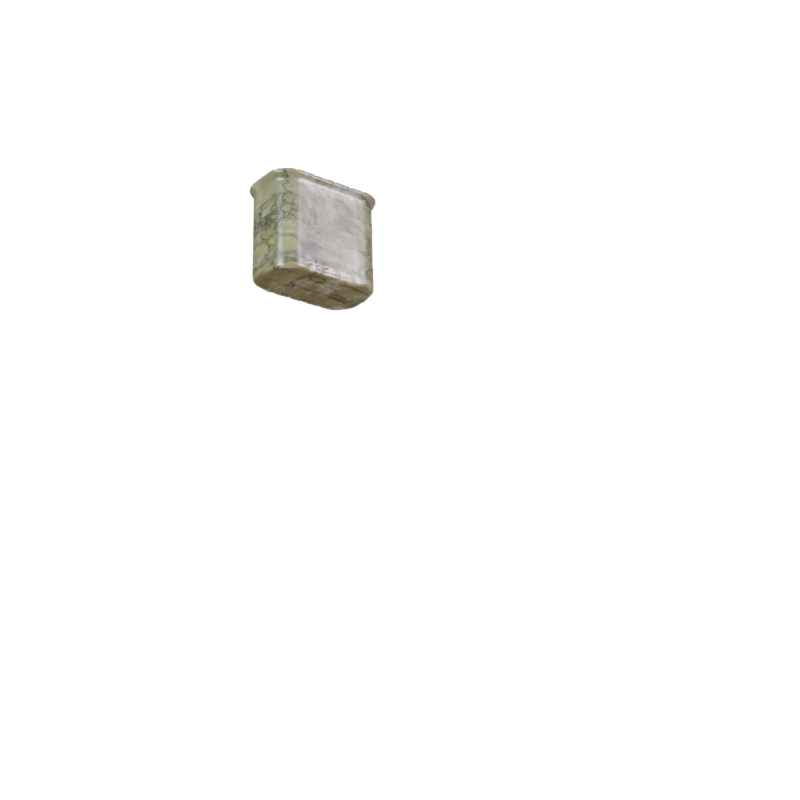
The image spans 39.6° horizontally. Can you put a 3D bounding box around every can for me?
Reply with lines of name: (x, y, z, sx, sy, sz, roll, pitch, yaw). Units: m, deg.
can: (-0.069, -0.125, 0.875, 0.097, 0.088, 0.057, 15, -28, -34)
